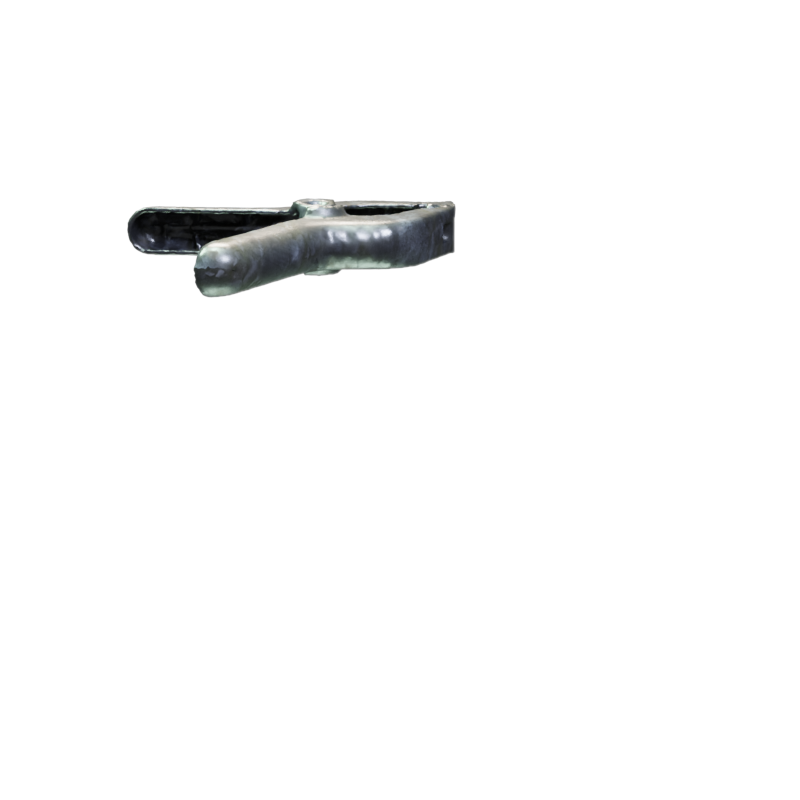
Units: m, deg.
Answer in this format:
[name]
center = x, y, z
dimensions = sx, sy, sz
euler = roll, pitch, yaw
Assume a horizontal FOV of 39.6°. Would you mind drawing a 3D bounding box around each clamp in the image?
[clamp]
center = -0.043, -0.079, 0.551
dimensions = 0.168, 0.037, 0.128
euler = -8, 26, -16
